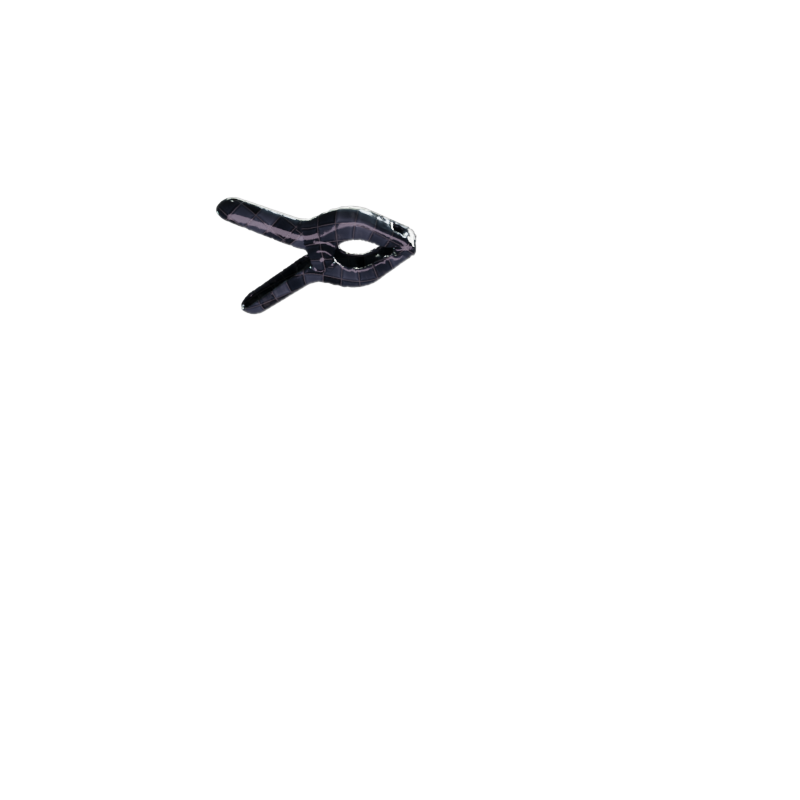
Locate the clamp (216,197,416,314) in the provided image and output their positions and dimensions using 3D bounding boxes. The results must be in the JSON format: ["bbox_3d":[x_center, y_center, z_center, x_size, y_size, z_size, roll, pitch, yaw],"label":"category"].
[{"bbox_3d":[-0.075,-0.137,0.961,0.173,0.042,0.111,-12,-47,11],"label":"clamp"}]
